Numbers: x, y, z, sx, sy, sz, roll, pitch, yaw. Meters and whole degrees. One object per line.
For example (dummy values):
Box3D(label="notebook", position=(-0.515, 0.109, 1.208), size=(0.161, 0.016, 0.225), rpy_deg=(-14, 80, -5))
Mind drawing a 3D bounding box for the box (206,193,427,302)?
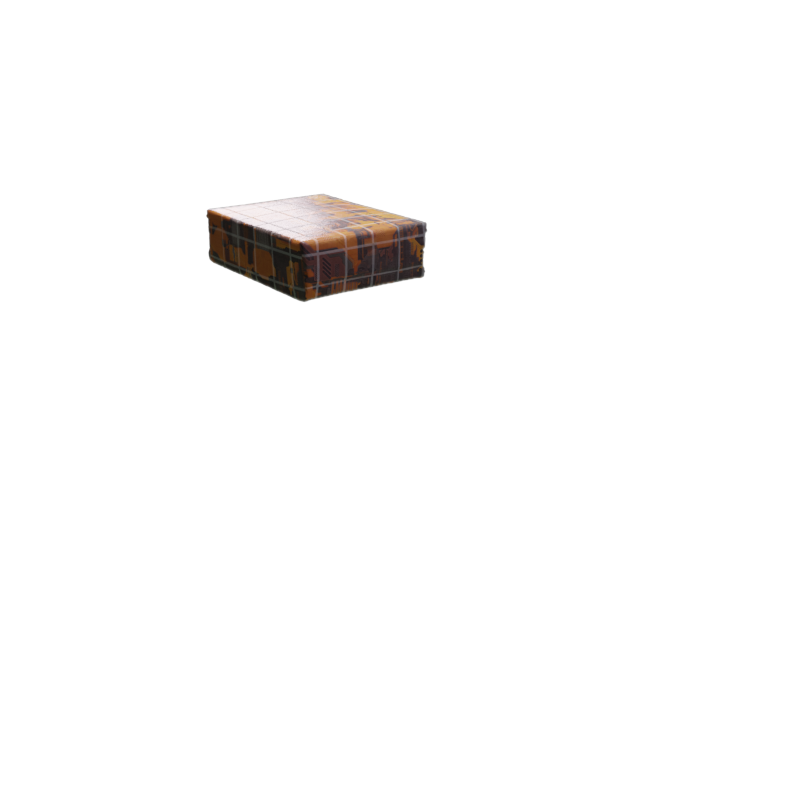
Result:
Box3D(label="box", position=(-0.053, -0.097, 0.676), size=(0.088, 0.037, 0.121), rpy_deg=(-15, 27, -33))
